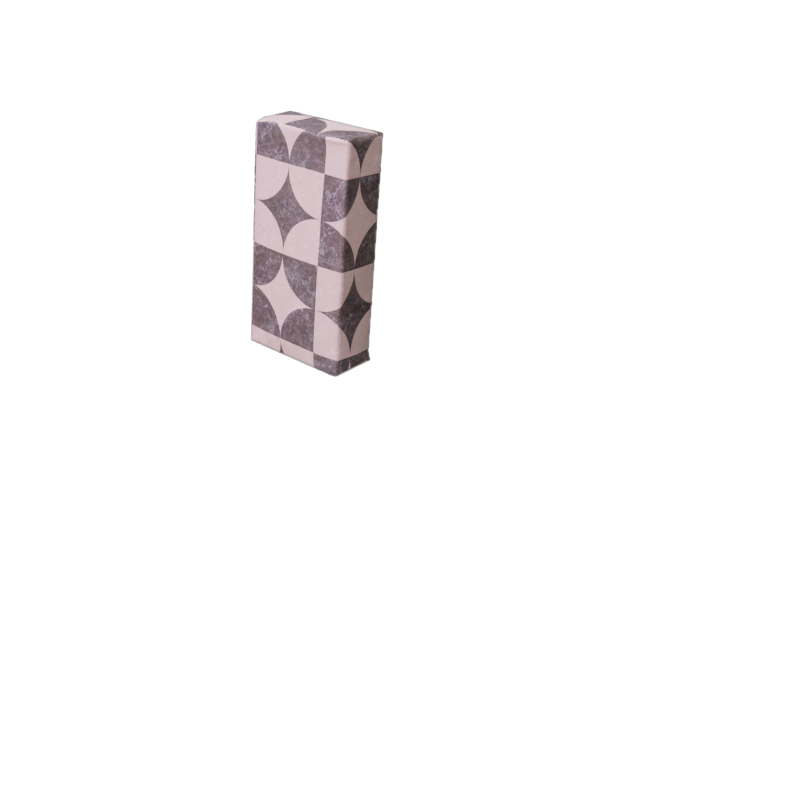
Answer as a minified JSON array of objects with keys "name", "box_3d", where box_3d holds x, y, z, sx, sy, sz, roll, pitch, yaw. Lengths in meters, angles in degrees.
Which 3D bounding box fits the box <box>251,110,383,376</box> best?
[{"name":"box","box_3d":[-0.064,-0.115,0.809,0.099,0.168,0.047,20,28,38]}]
